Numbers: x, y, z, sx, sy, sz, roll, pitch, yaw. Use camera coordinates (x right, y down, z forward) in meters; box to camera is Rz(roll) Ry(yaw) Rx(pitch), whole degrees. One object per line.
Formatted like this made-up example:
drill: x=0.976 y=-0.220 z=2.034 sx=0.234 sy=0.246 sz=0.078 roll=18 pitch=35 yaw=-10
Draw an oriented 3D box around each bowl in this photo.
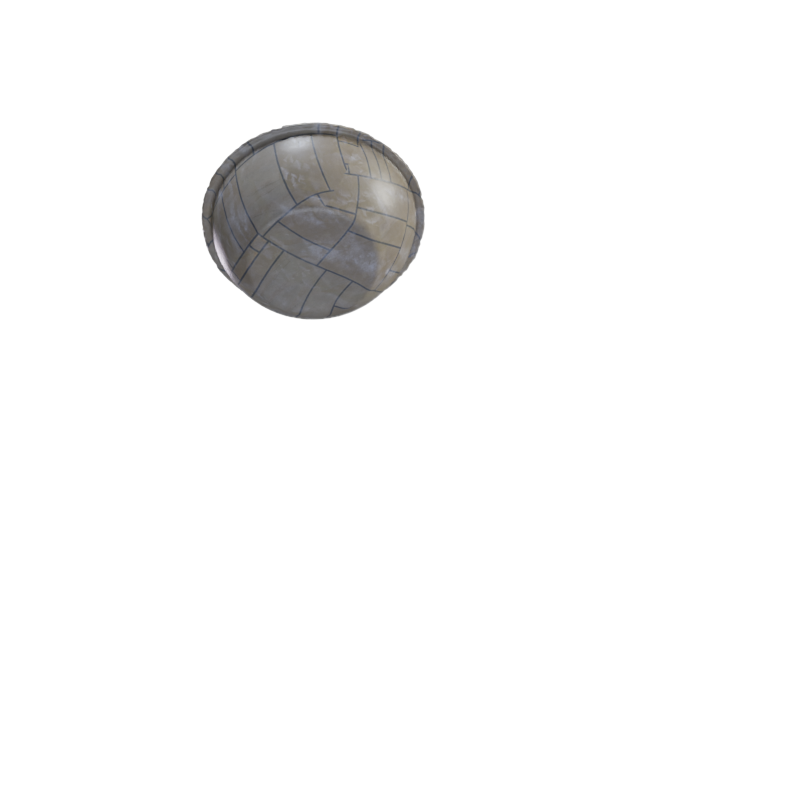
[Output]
bowl: x=-0.061 y=-0.111 z=0.779 sx=0.162 sy=0.152 sz=0.059 roll=1 pitch=37 yaw=-1
